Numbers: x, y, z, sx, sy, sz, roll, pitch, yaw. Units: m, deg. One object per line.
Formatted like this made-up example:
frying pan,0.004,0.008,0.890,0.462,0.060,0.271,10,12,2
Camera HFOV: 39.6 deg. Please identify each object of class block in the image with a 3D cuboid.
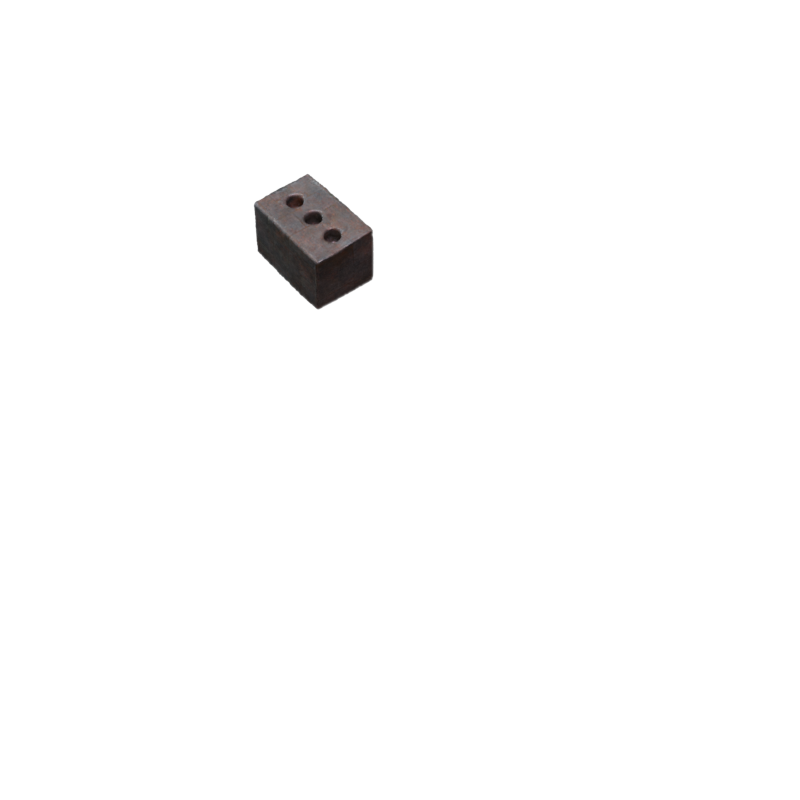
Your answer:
block,-0.063,-0.115,0.807,0.053,0.048,0.083,-31,57,-25
